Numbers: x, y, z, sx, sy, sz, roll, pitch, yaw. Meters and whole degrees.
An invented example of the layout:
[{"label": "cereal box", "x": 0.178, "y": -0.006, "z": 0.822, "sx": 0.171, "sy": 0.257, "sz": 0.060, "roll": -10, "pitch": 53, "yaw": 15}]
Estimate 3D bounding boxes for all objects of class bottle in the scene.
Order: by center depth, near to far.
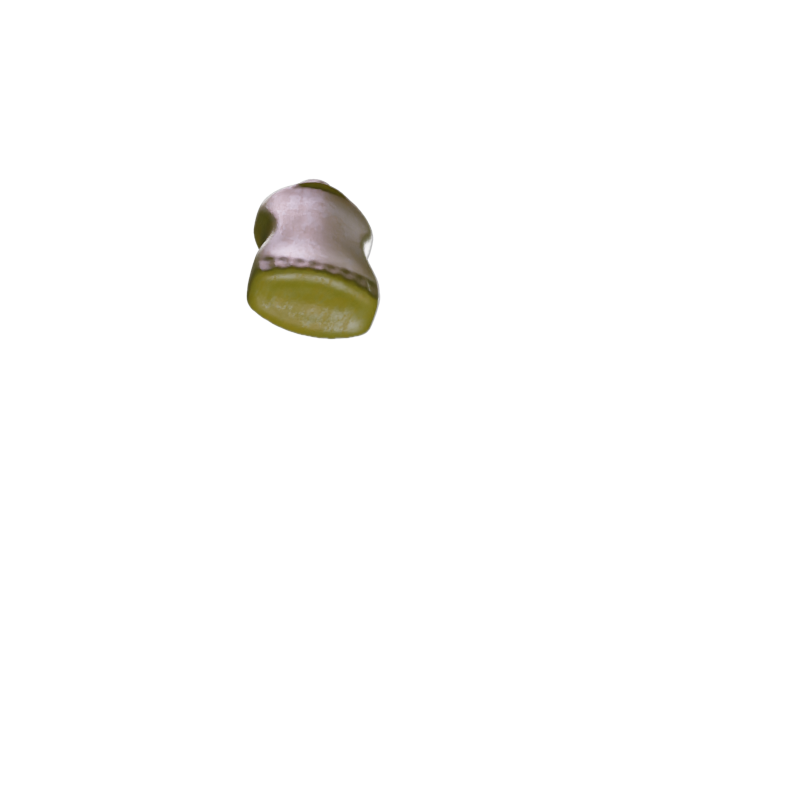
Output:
[{"label": "bottle", "x": -0.069, "y": -0.125, "z": 0.881, "sx": 0.095, "sy": 0.055, "sz": 0.205, "roll": 10, "pitch": 34, "yaw": -10}]
